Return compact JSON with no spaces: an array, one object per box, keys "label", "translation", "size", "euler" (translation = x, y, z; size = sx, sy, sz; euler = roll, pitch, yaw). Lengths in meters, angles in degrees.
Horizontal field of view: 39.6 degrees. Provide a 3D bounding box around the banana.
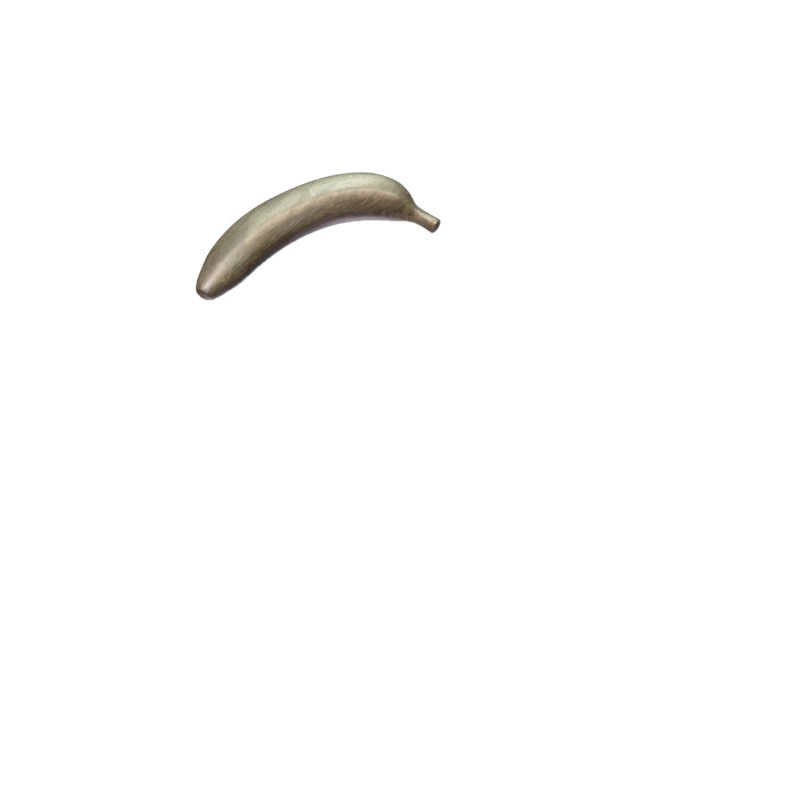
[{"label":"banana","translation":[-0.069,-0.132,0.835],"size":[0.196,0.075,0.034],"euler":[-20,-38,-17]}]
